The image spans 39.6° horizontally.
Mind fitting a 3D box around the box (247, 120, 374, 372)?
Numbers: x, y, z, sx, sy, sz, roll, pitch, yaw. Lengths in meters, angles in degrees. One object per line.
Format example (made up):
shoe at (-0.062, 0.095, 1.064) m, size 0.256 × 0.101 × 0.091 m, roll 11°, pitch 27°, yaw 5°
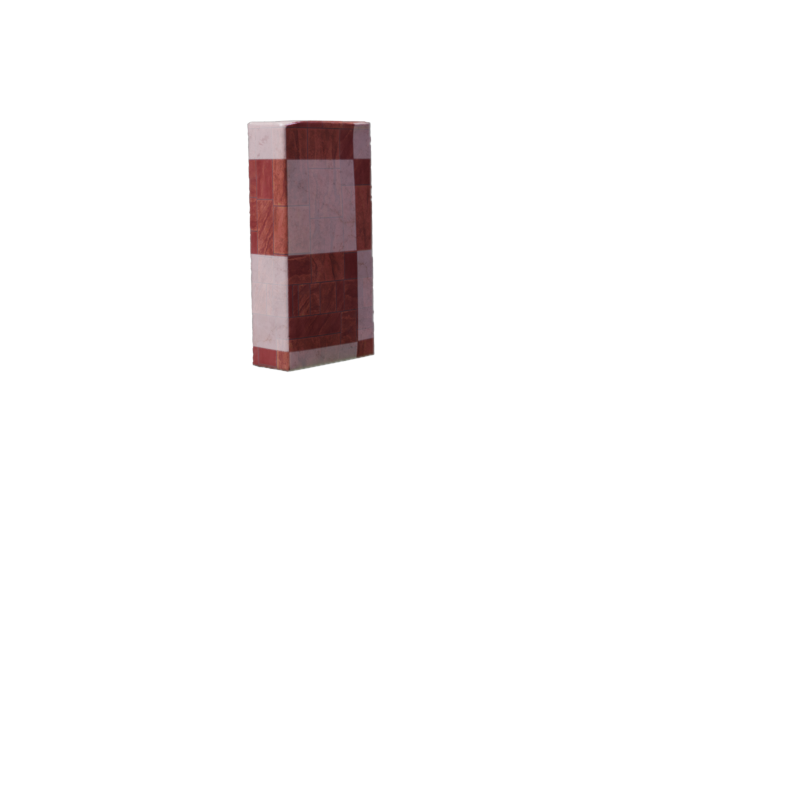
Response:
box at (-0.063, -0.116, 0.810) m, size 0.050 × 0.173 × 0.091 m, roll 7°, pitch 10°, yaw 43°
